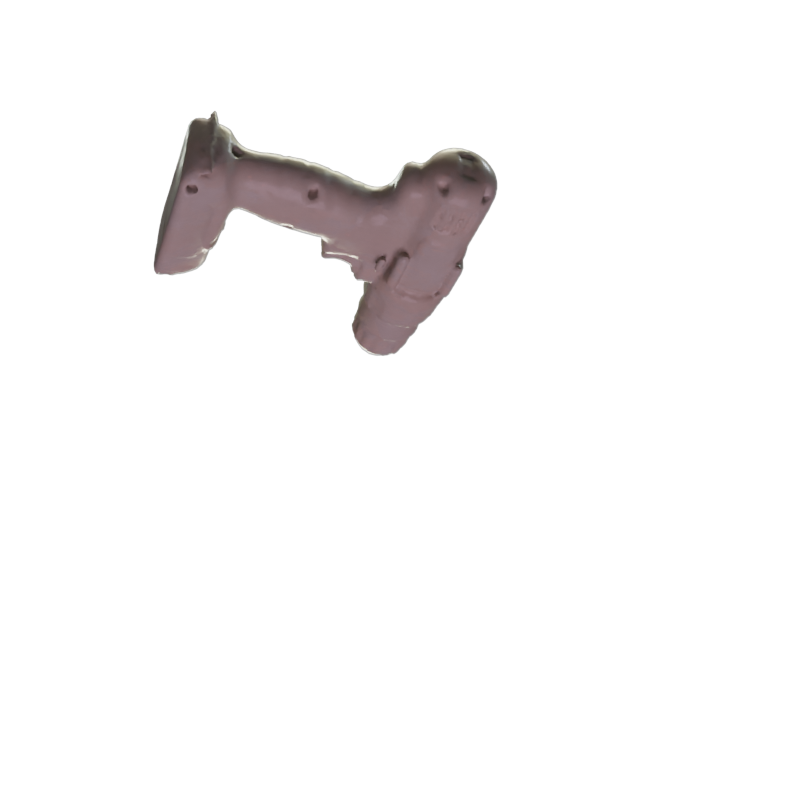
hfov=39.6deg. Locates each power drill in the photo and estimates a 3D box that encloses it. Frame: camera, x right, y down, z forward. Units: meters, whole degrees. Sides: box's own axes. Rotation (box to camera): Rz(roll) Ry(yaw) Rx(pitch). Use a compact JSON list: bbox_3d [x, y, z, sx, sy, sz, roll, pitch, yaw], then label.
[{"bbox_3d":[-0.054,-0.098,0.690,0.184,0.061,0.176,10,-38,-14],"label":"power drill"}]
